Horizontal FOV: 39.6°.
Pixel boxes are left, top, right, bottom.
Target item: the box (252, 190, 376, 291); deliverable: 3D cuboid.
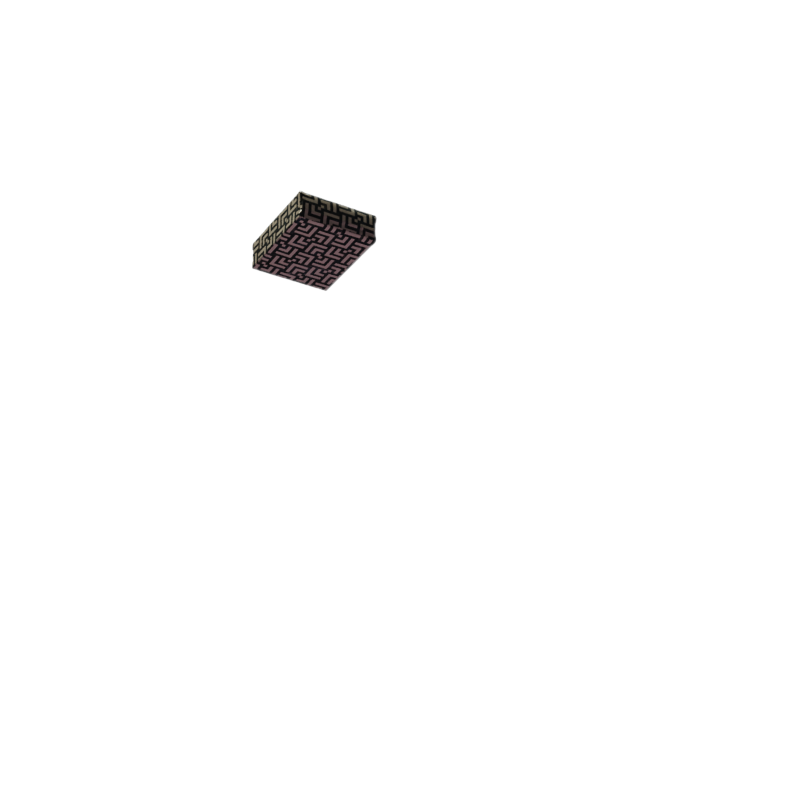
[{"bbox_3d":[-0.072,-0.132,0.926,0.070,0.032,0.087,16,-34,-26],"label":"box"}]
